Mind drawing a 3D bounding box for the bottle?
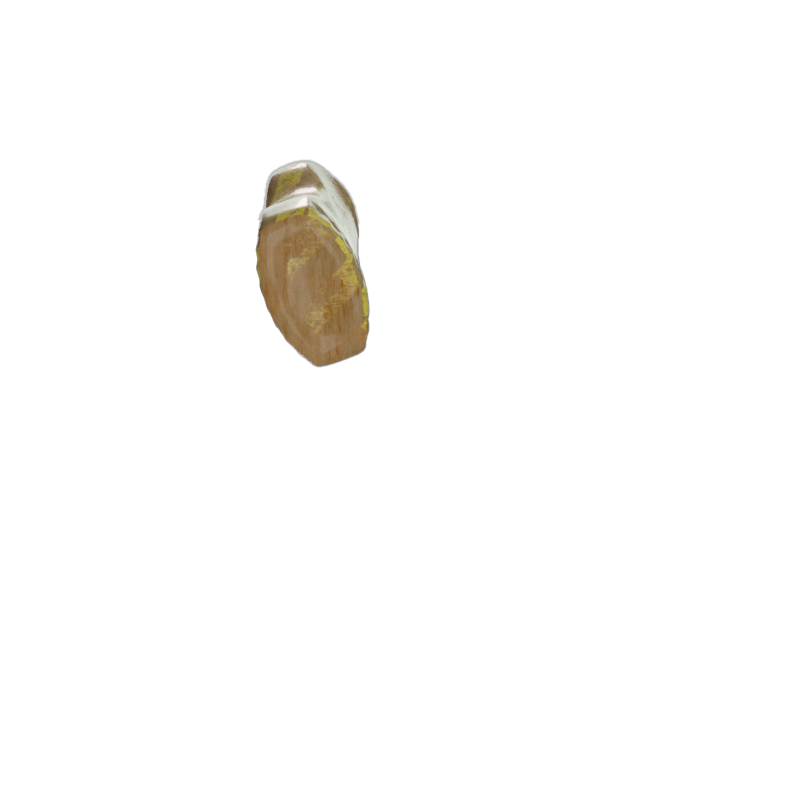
[{"bbox_3d":[-0.055,-0.102,0.712,0.058,0.091,0.201,-21,23,6],"label":"bottle"}]
